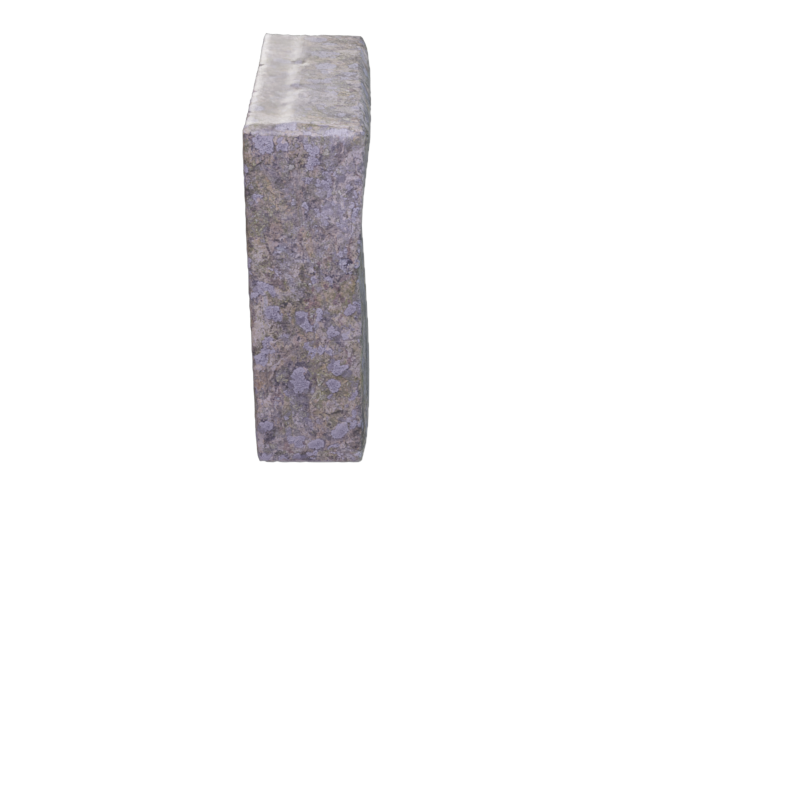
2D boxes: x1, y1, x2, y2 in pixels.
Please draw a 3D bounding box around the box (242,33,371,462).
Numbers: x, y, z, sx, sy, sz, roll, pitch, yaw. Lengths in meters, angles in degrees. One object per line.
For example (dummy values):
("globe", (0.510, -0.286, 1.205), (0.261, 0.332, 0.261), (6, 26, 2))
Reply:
("box", (-0.053, -0.096, 0.674), (0.072, 0.201, 0.175), (1, 32, -3))
